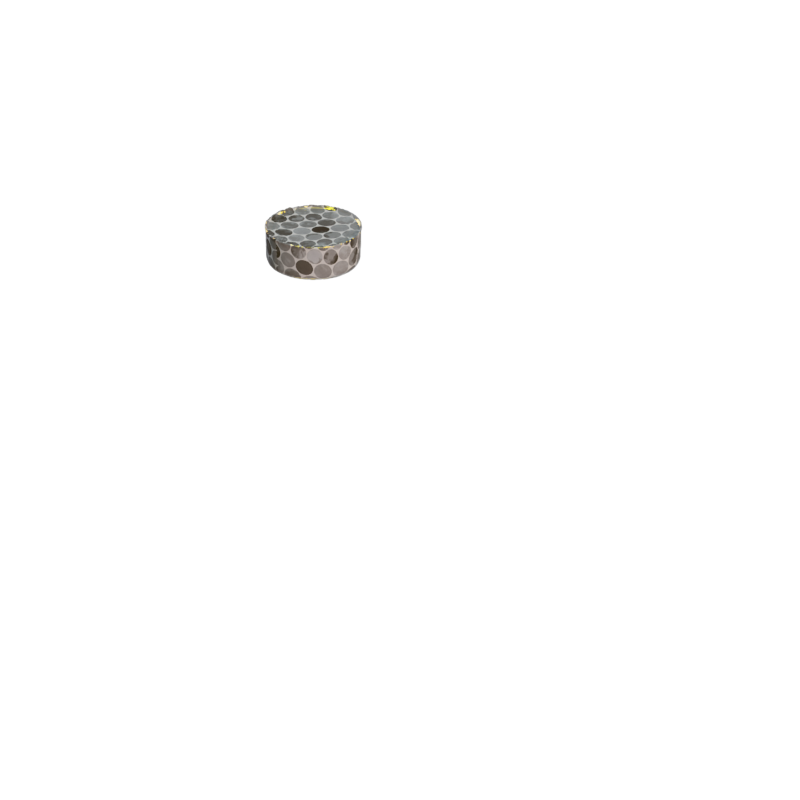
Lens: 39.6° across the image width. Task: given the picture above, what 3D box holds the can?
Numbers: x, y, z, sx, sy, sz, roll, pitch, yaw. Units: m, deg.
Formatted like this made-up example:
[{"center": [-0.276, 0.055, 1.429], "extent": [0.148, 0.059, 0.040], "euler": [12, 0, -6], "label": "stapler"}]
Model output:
[{"center": [-0.077, -0.140, 0.983], "extent": [0.086, 0.032, 0.091], "euler": [-1, 33, -2], "label": "can"}]
